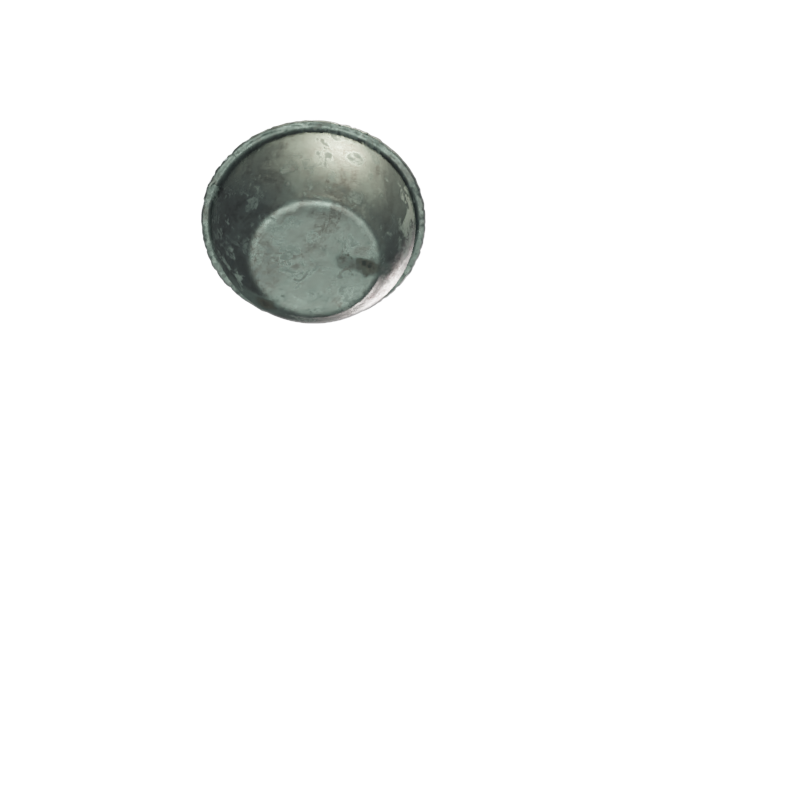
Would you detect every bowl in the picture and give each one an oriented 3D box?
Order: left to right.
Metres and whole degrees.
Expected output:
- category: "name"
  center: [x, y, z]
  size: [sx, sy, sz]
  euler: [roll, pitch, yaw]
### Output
- category: "bowl"
  center: [-0.061, -0.110, 0.774]
  size: [0.162, 0.153, 0.058]
  euler: [1, 30, -1]
